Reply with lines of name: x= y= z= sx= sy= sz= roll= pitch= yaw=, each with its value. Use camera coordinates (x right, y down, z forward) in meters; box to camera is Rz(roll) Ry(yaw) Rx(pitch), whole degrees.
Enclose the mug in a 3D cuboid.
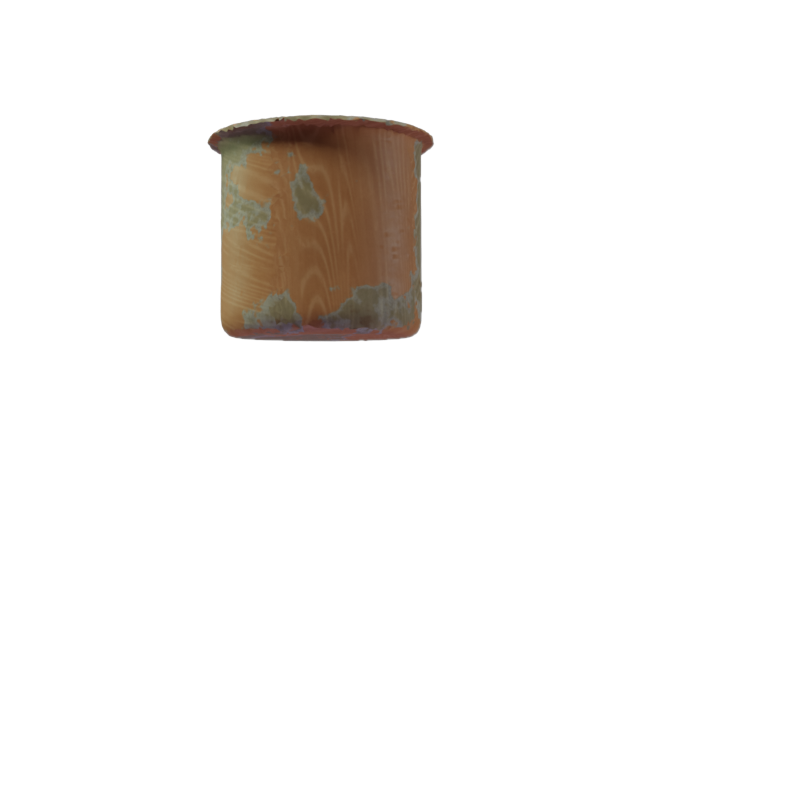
mug: x=-0.036 y=-0.066 z=0.464 sx=0.091 sy=0.083 sz=0.119 roll=1 pitch=-2 yaw=-19
